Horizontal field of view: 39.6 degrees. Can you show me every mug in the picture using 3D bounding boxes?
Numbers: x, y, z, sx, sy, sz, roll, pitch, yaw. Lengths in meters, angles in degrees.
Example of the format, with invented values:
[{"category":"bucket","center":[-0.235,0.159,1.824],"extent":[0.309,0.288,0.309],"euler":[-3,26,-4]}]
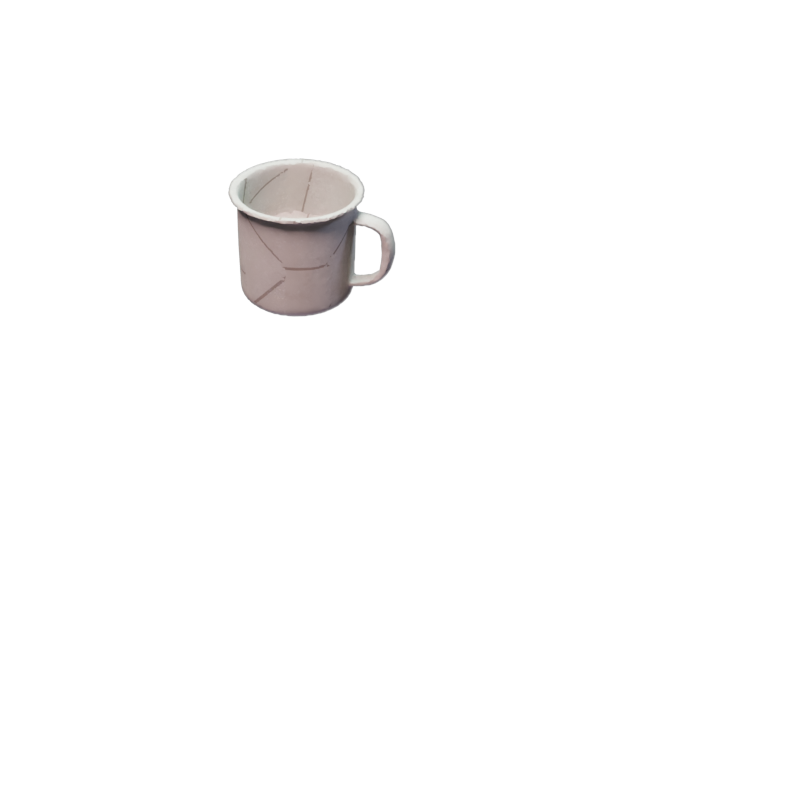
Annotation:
[{"category":"mug","center":[-0.060,-0.110,0.772],"extent":[0.120,0.076,0.097],"euler":[10,35,12]}]
